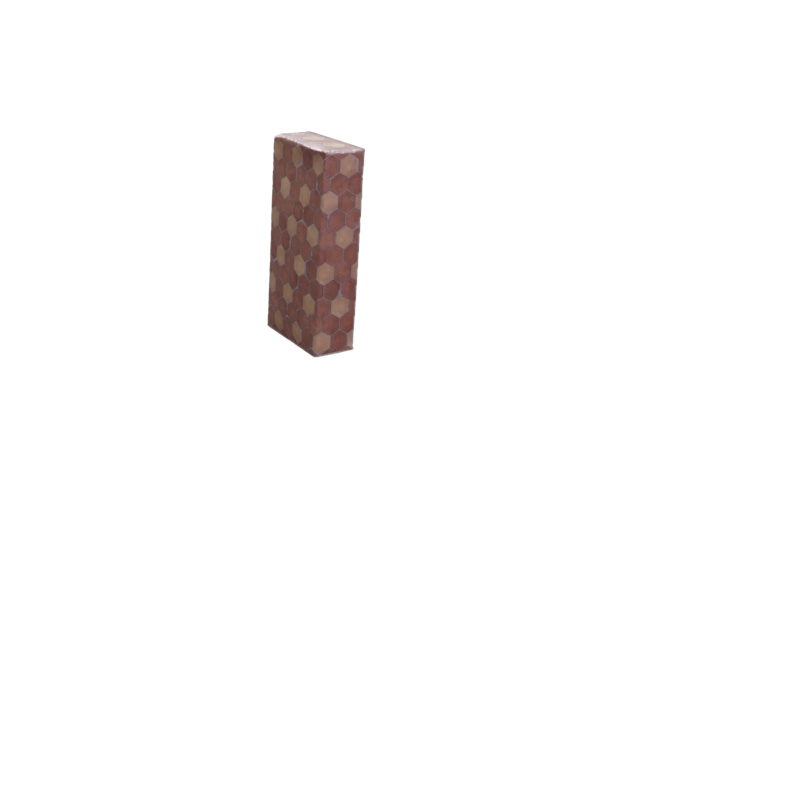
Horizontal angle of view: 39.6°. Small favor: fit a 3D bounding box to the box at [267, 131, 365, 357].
[{"bbox_3d":[-0.074,-0.135,0.946,0.047,0.170,0.099,-9,20,-31],"label":"box"}]
